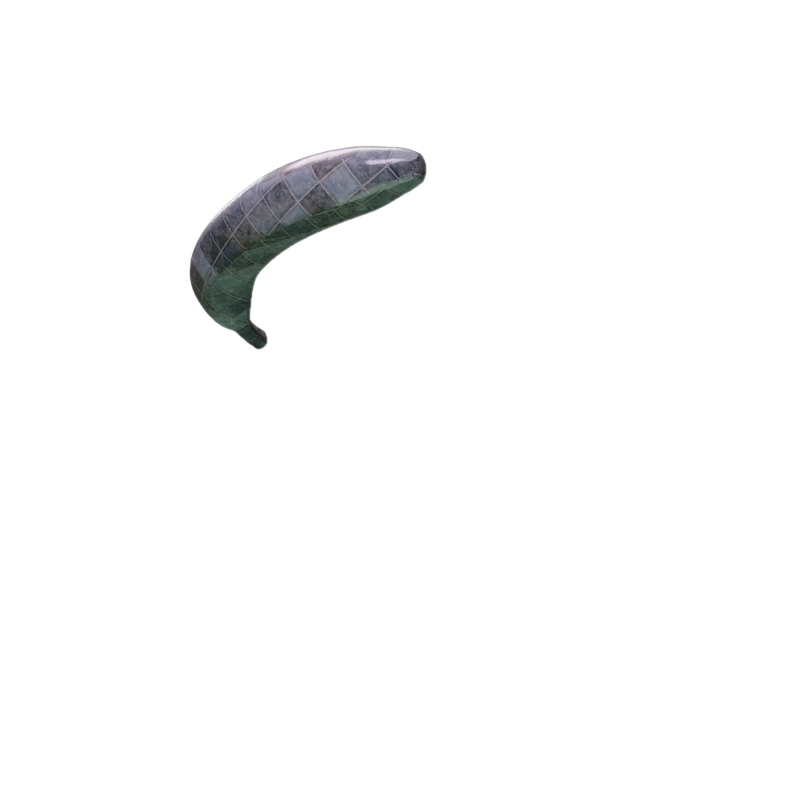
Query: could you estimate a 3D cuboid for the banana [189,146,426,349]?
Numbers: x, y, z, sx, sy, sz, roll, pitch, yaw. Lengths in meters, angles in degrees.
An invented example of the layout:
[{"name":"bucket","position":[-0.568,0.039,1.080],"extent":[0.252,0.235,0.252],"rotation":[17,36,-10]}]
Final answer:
[{"name":"banana","position":[-0.063,-0.084,0.573],"extent":[0.067,0.039,0.194],"rotation":[13,-27,-27]}]
